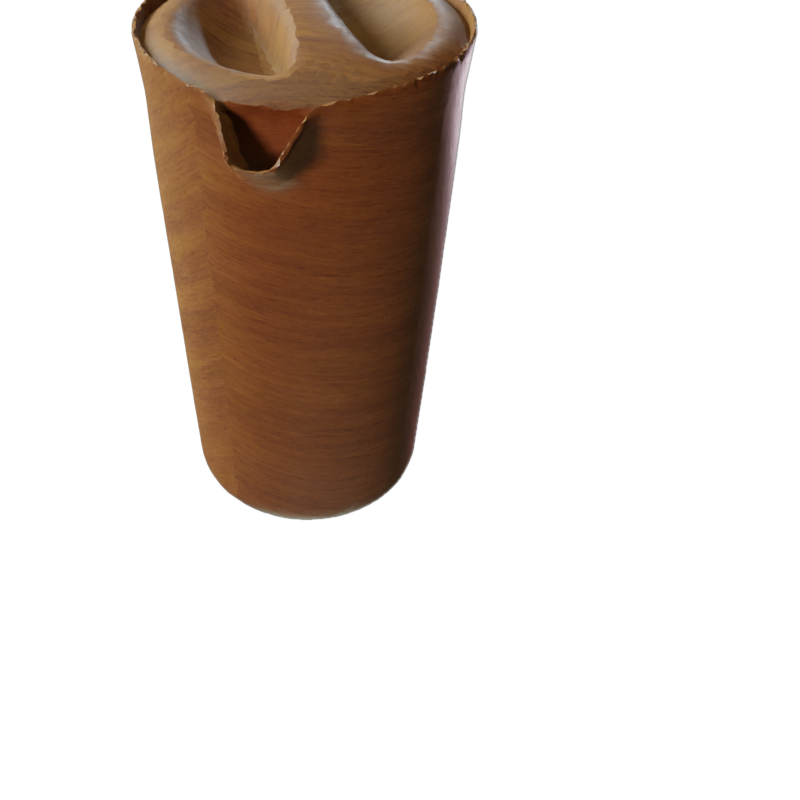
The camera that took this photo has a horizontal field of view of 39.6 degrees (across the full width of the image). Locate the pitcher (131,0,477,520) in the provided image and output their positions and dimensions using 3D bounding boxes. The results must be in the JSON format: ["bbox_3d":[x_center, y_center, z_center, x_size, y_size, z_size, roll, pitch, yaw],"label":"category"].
[{"bbox_3d":[-0.039,-0.072,0.503,0.148,0.227,0.156,-23,46,-28],"label":"pitcher"}]
